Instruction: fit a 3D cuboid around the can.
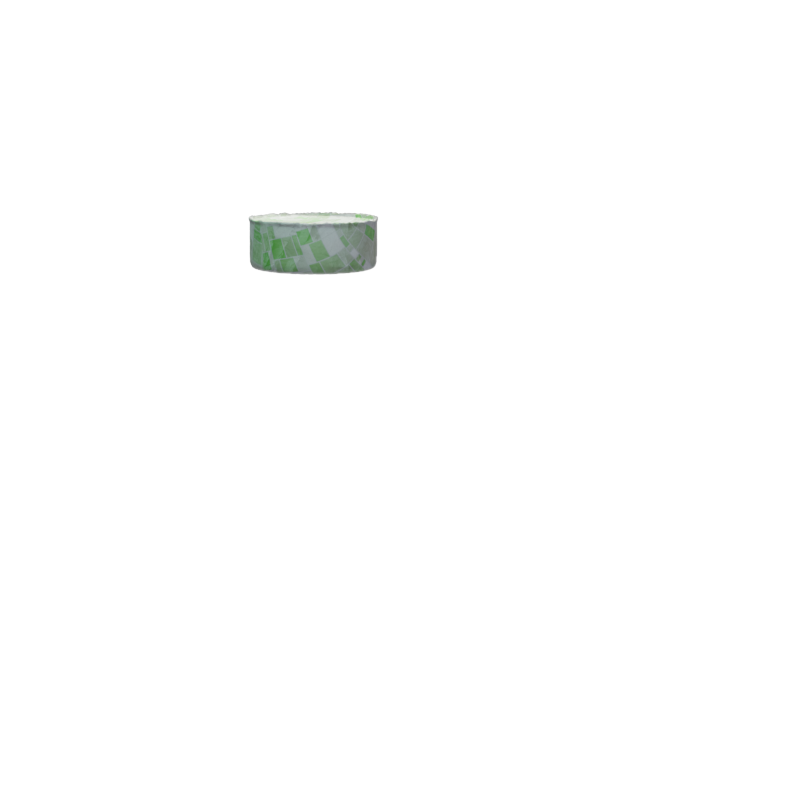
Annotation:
[{"bbox_3d":[-0.058,-0.105,0.736,0.086,0.033,0.088,0,13,-2],"label":"can"}]
